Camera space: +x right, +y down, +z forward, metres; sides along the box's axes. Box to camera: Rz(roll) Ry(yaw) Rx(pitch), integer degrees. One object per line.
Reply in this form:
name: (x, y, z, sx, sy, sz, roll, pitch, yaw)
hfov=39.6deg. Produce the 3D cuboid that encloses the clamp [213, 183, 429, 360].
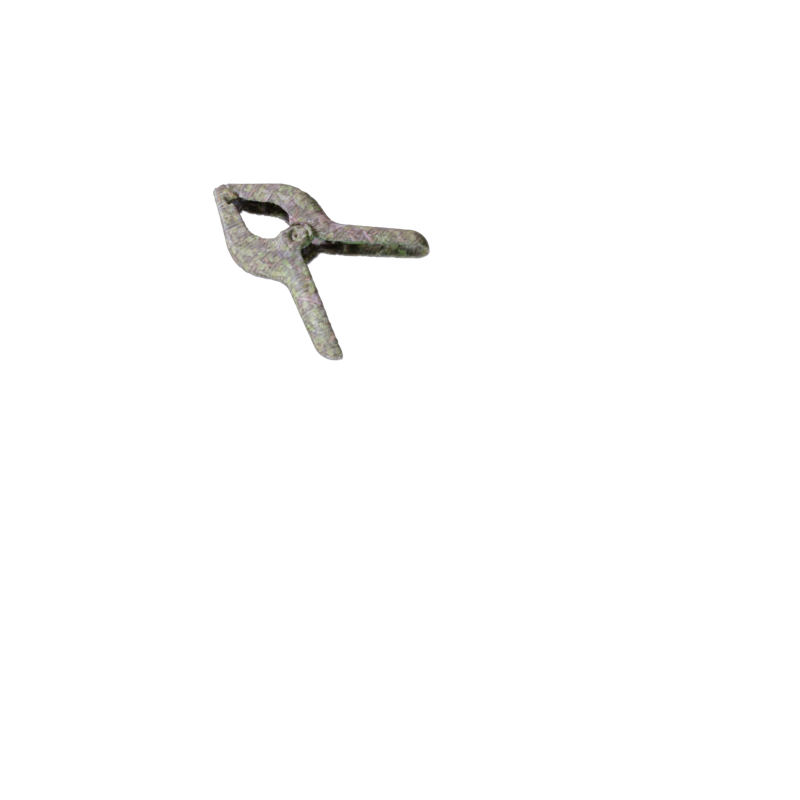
clamp: (-0.066, -0.121, 0.847, 0.121, 0.181, 0.037, -39, -23, -20)
